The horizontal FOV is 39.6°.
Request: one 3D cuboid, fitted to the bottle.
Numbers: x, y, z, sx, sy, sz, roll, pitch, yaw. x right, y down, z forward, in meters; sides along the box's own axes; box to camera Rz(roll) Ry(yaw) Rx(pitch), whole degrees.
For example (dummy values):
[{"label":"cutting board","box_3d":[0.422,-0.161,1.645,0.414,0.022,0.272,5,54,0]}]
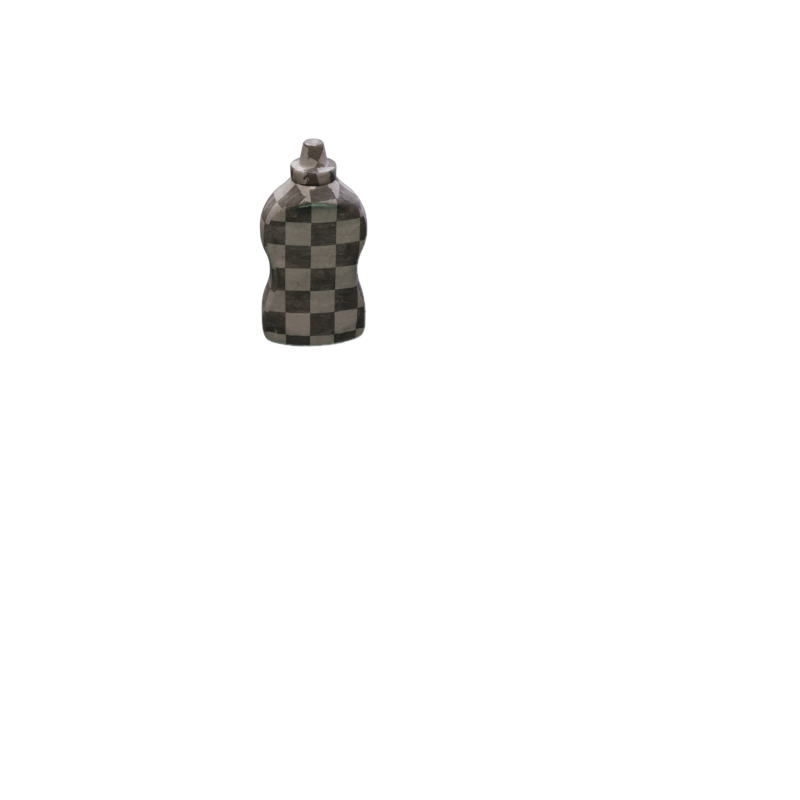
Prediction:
[{"label":"bottle","box_3d":[-0.078,-0.143,0.997,0.095,0.181,0.062,-1,29,-5]}]
